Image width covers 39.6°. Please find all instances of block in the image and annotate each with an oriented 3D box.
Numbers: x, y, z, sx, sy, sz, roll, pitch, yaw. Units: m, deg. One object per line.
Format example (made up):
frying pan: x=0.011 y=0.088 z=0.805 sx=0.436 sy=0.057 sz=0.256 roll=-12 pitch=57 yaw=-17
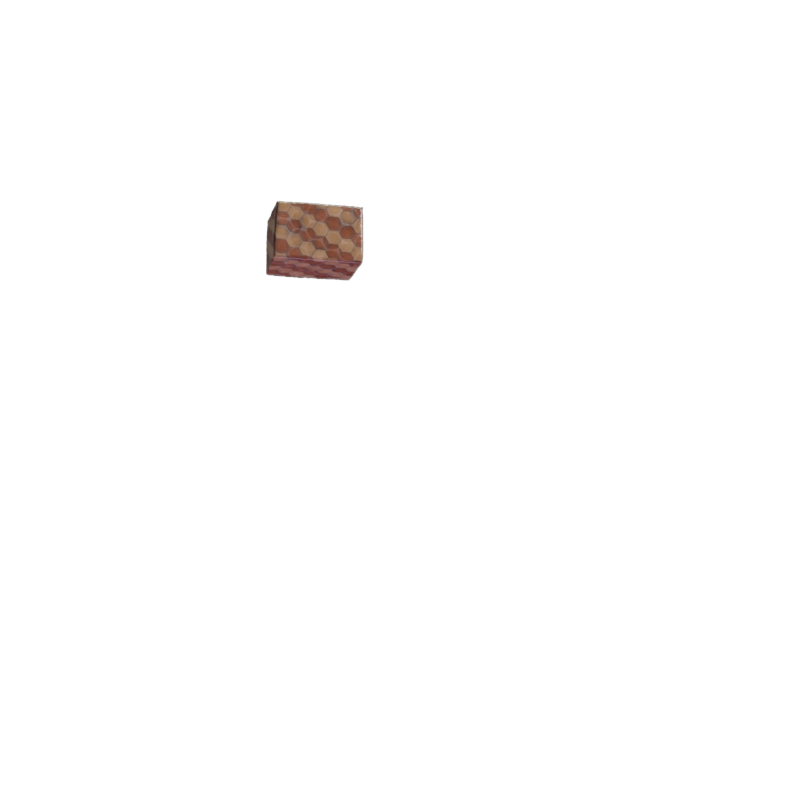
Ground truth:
block: x=-0.075 y=-0.137 z=0.958 sx=0.077 sy=0.053 sz=0.051 roll=3 pitch=-16 yaw=-13
